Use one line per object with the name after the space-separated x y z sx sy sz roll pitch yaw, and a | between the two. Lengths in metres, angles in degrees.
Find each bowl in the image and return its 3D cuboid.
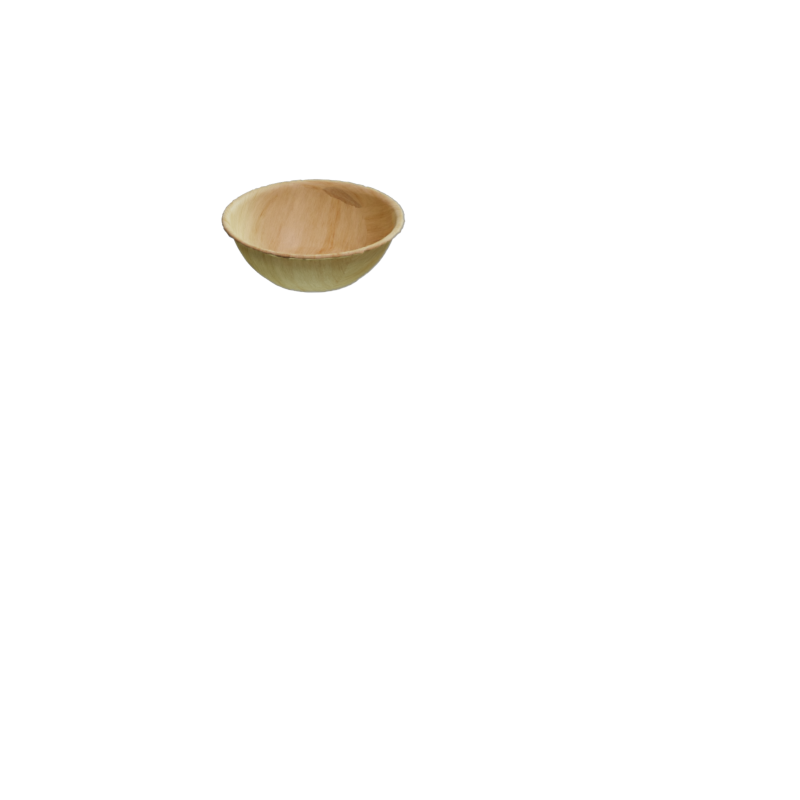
-0.077 -0.140 0.984 0.162 0.052 0.172 -1 32 -2 | bowl
